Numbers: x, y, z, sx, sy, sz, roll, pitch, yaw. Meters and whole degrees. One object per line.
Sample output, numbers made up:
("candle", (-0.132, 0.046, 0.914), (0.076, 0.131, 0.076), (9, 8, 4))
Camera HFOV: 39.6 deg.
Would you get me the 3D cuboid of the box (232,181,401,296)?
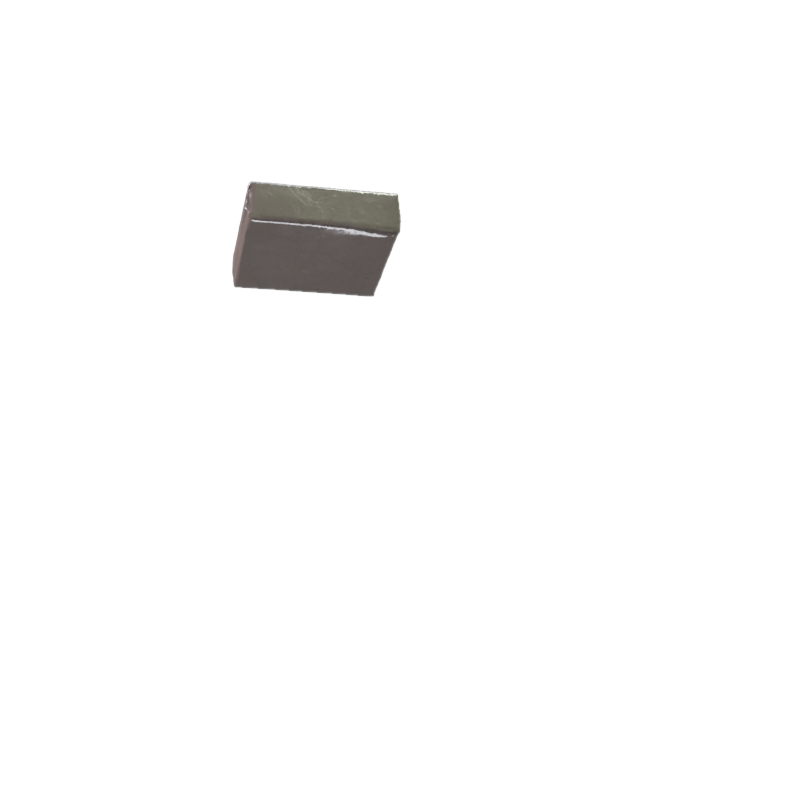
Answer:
("box", (-0.064, -0.117, 0.822), (0.112, 0.041, 0.085), (6, -31, -10))
